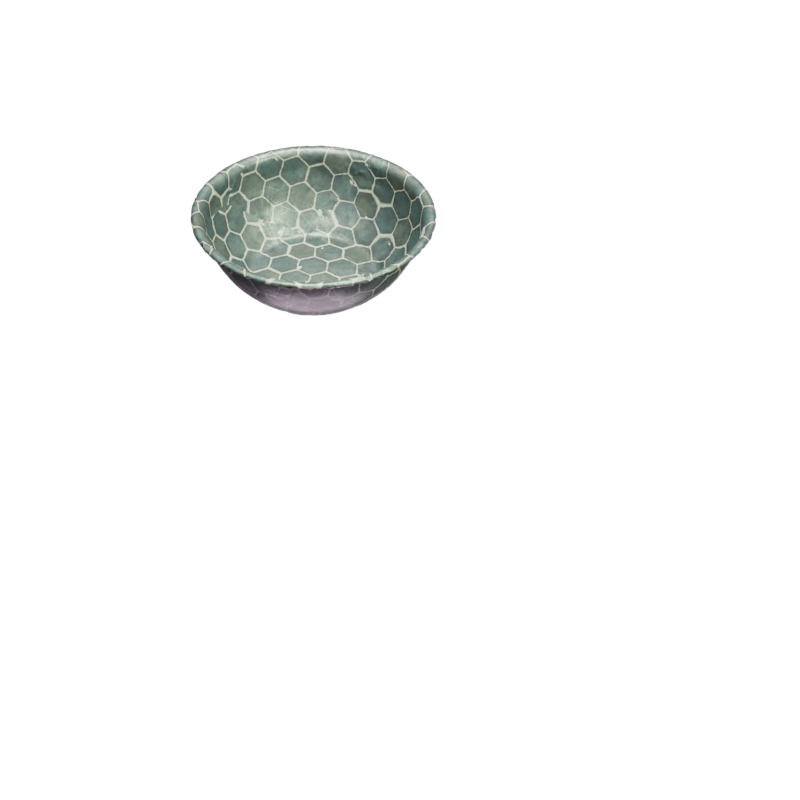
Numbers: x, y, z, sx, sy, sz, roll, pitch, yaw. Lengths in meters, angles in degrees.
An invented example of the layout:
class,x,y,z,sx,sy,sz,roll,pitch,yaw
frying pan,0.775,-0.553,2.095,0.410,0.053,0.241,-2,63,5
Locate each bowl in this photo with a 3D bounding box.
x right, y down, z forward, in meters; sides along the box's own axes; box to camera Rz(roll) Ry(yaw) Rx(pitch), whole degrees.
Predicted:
class,x,y,z,sx,sy,sz,roll,pitch,yaw
bowl,-0.058,-0.107,0.746,0.162,0.051,0.174,-1,41,-2
